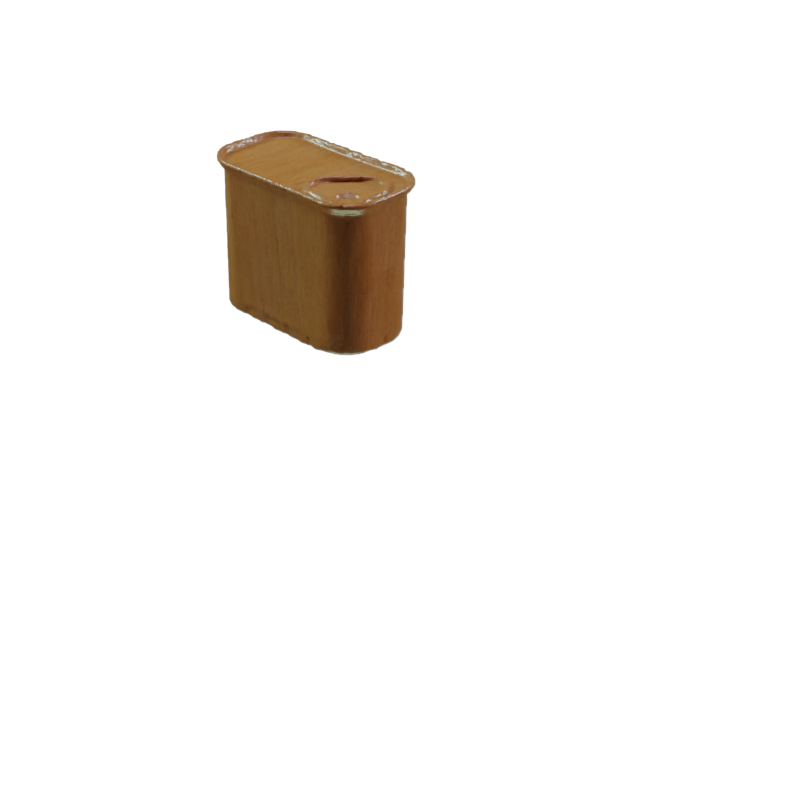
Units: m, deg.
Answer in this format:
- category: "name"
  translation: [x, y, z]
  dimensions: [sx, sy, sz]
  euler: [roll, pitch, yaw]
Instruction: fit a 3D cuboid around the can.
- category: "can"
  translation: [-0.043, -0.079, 0.555]
  dimensions: [0.109, 0.079, 0.057]
  euler: [27, 38, 37]
